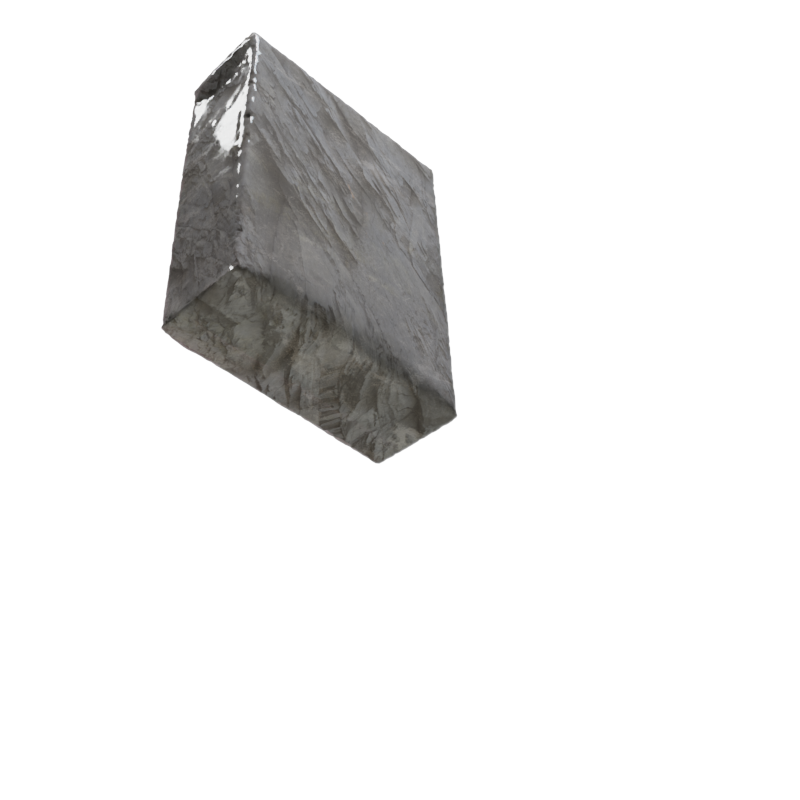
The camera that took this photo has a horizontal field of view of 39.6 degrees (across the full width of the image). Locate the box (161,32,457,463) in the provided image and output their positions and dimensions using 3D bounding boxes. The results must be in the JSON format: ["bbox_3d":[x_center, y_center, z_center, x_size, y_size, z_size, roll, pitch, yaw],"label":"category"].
[{"bbox_3d":[-0.051,-0.094,0.657,0.154,0.230,0.071,32,-54,-31],"label":"box"}]
